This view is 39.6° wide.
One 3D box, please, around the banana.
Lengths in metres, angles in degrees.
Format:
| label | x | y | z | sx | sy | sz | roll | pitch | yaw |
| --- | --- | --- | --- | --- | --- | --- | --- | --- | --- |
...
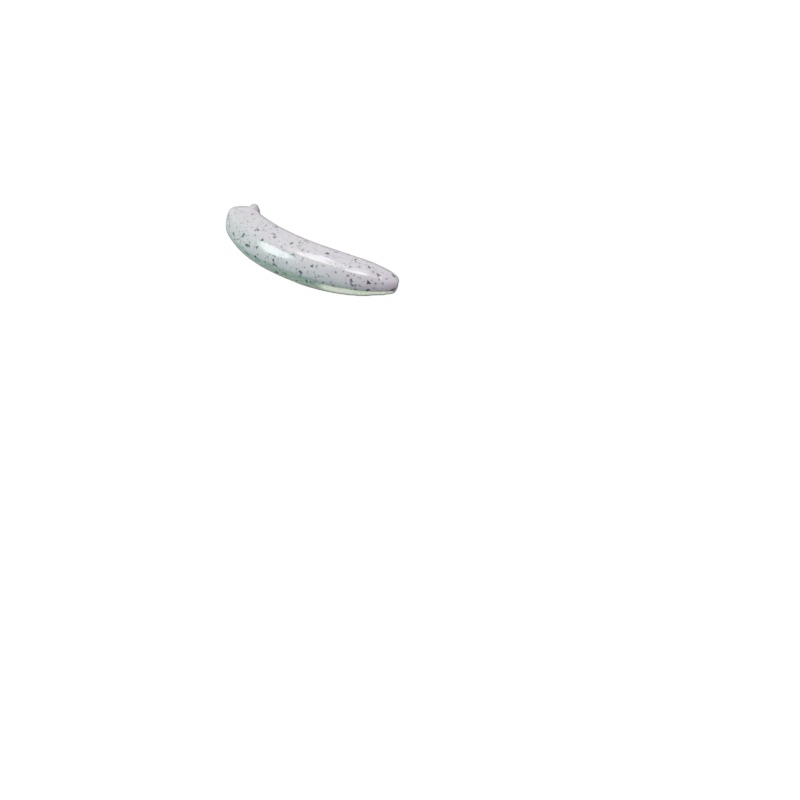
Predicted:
| label | x | y | z | sx | sy | sz | roll | pitch | yaw |
| --- | --- | --- | --- | --- | --- | --- | --- | --- | --- |
| banana | -0.091 | -0.130 | 0.945 | 0.069 | 0.034 | 0.212 | -26 | 43 | -33 |
